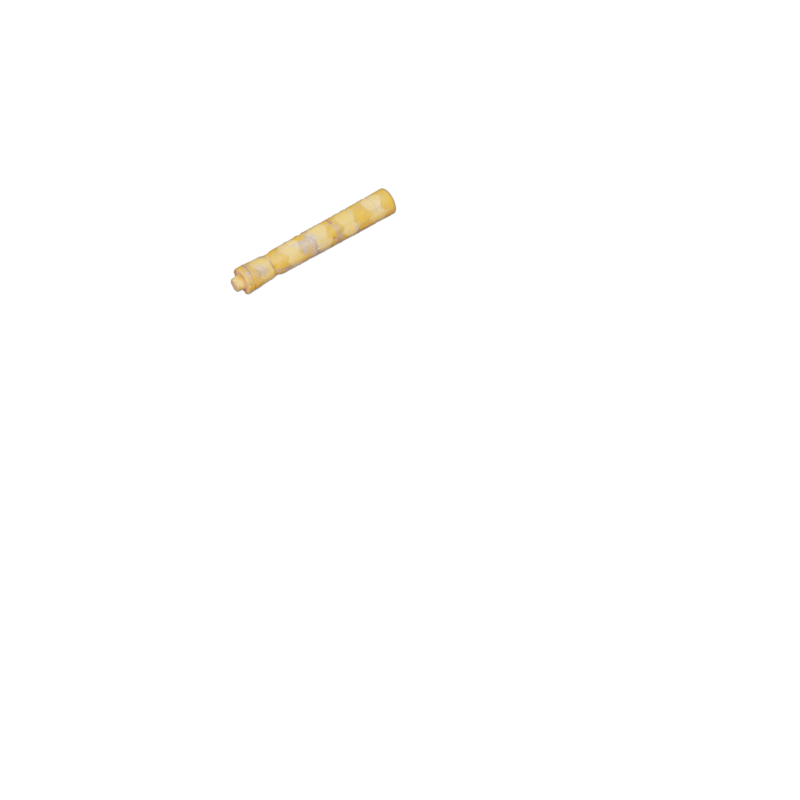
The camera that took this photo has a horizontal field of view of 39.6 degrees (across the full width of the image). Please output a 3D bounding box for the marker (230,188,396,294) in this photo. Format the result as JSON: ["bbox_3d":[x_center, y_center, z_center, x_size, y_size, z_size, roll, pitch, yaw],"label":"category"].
[{"bbox_3d":[-0.056,-0.102,0.713,0.121,0.019,0.020,-32,16,-20],"label":"marker"}]
